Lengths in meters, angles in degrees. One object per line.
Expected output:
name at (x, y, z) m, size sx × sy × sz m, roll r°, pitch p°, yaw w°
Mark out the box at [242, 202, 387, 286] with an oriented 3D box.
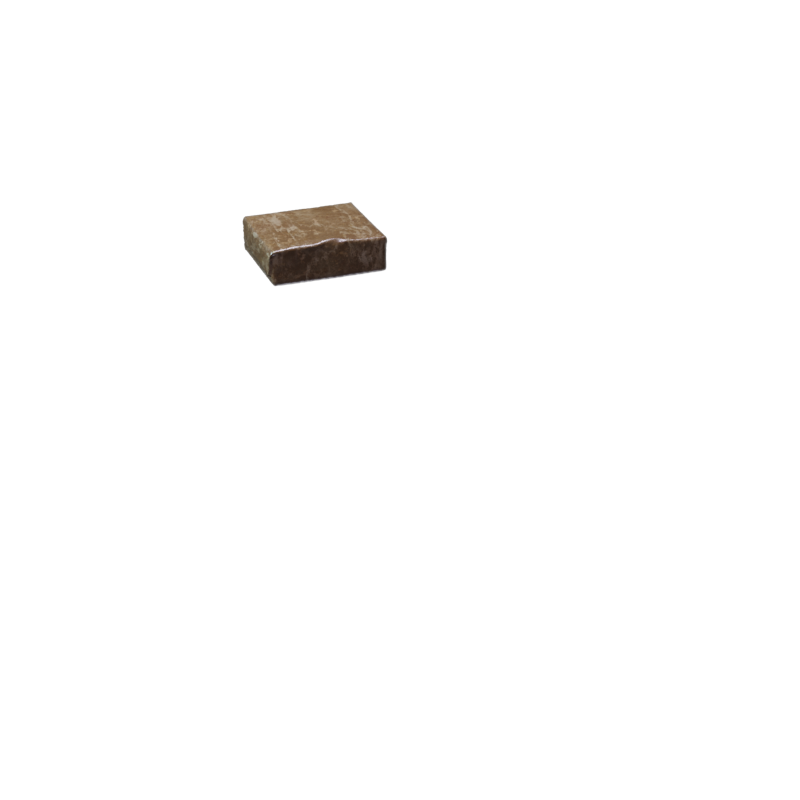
box at (-0.064, -0.116, 0.812) m, size 0.088 × 0.028 × 0.078 m, roll -10°, pitch 31°, yaw -18°
